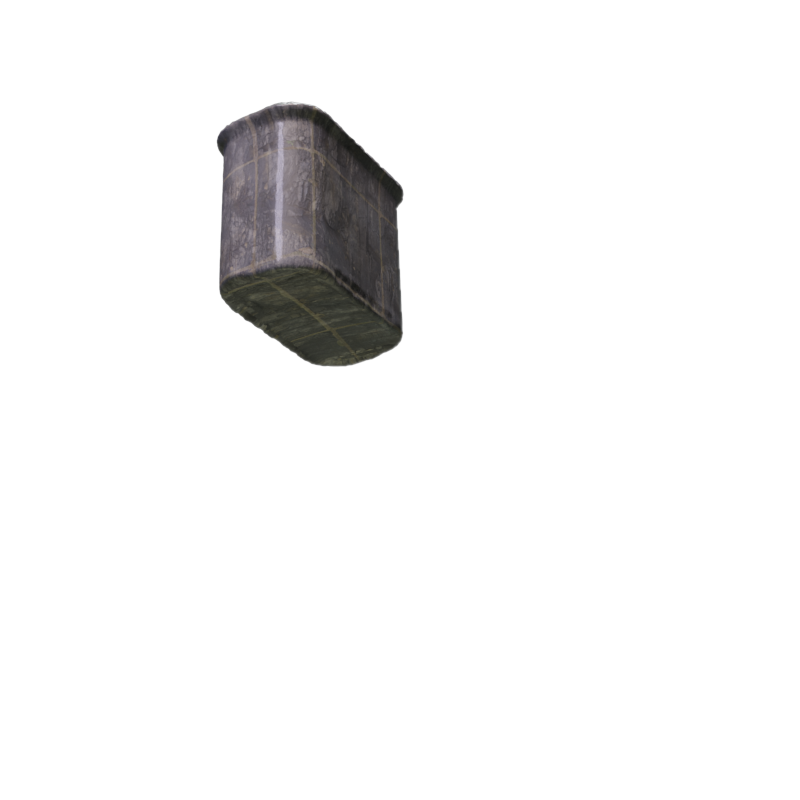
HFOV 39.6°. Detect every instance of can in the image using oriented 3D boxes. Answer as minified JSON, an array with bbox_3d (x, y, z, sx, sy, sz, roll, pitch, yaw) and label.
[{"bbox_3d":[-0.040,-0.073,0.510,0.058,0.089,0.095,-17,-32,26],"label":"can"}]
